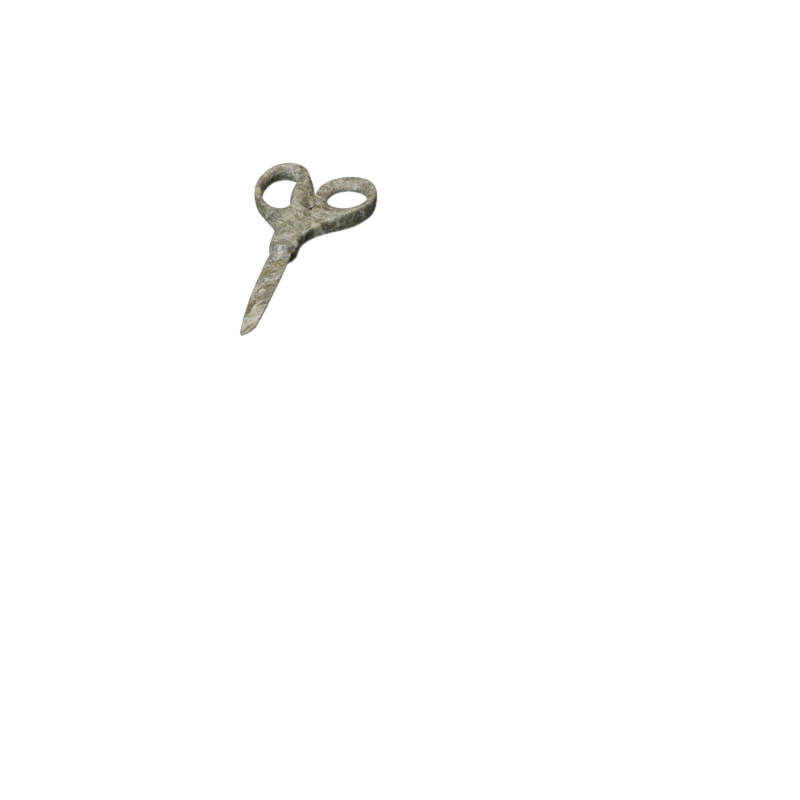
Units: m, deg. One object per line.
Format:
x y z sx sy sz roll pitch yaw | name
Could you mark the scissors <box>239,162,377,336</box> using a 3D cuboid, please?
-0.058 -0.105 0.736 0.096 0.015 0.217 -3 38 -5 | scissors
